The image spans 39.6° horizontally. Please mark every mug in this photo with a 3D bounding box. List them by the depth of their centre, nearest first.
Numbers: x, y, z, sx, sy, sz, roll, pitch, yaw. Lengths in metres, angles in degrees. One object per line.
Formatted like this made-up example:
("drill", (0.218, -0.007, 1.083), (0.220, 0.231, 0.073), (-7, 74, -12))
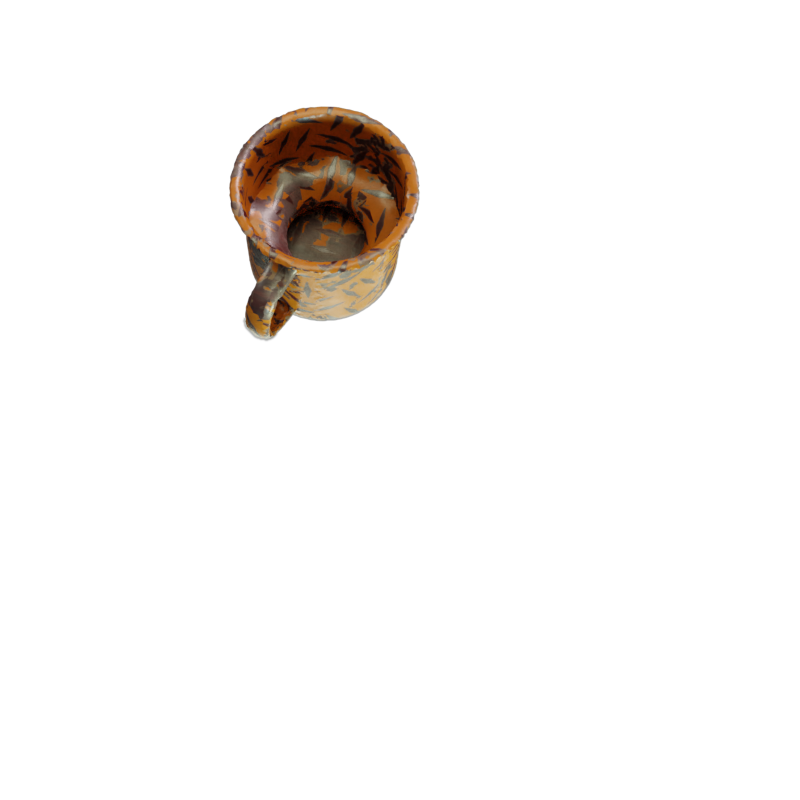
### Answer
("mug", (-0.045, -0.081, 0.571), (0.095, 0.121, 0.077), (24, -22, 8))
